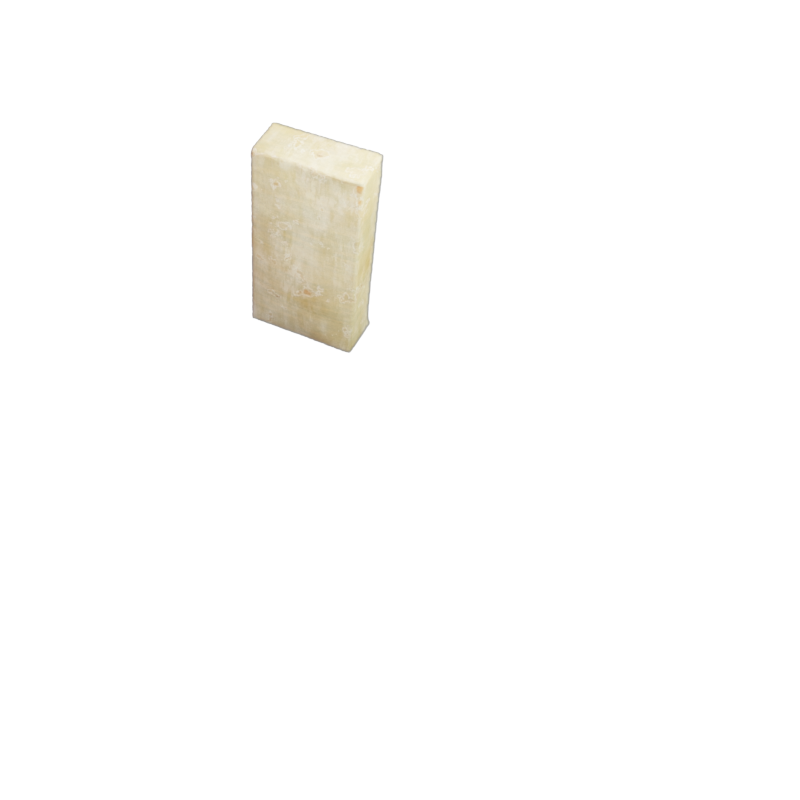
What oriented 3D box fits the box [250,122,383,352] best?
[{"bbox_3d":[-0.068,-0.123,0.860,0.096,0.164,0.050,20,49,15],"label":"box"}]
